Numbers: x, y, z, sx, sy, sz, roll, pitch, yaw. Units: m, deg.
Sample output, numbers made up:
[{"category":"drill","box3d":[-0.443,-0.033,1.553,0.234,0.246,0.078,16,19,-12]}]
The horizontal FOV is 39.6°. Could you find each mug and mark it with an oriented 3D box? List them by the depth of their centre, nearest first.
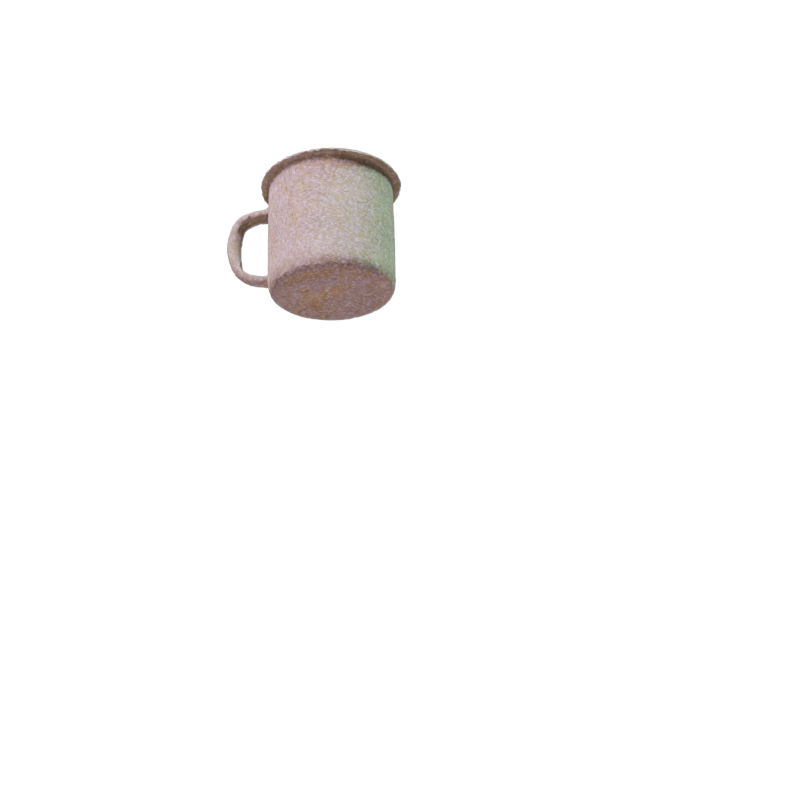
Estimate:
[{"category":"mug","box3d":[-0.056,-0.103,0.720,0.118,0.086,0.087,-6,-26,10]}]
